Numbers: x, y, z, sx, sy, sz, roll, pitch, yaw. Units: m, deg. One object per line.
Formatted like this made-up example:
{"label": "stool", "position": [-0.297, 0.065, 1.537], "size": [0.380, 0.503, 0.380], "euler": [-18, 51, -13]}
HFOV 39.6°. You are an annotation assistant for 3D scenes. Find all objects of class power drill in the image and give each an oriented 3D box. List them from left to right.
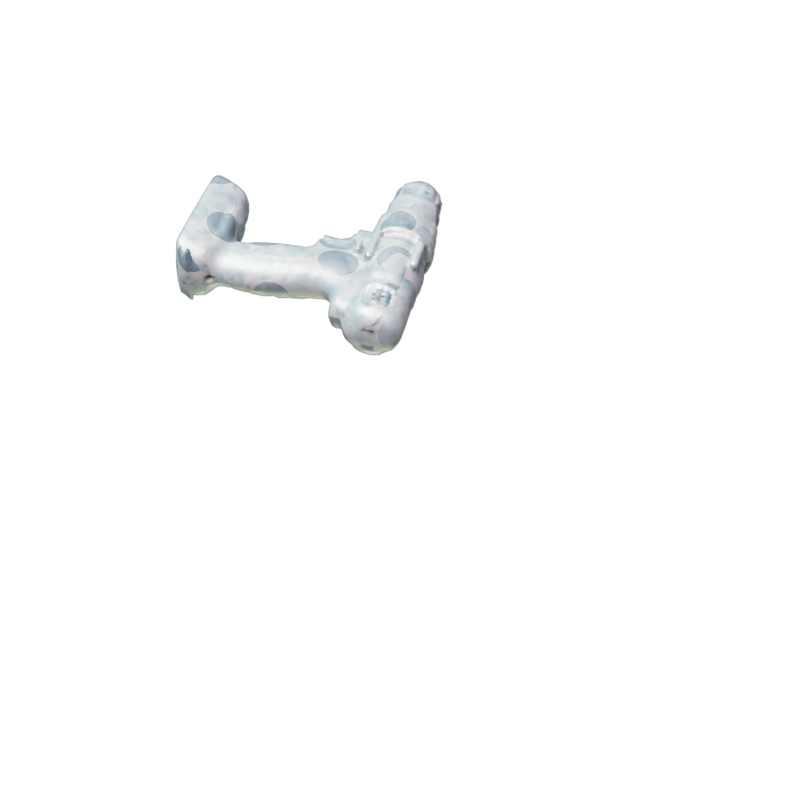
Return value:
{"label": "power drill", "position": [-0.068, -0.124, 0.866], "size": [0.191, 0.053, 0.194], "euler": [10, 43, 11]}
